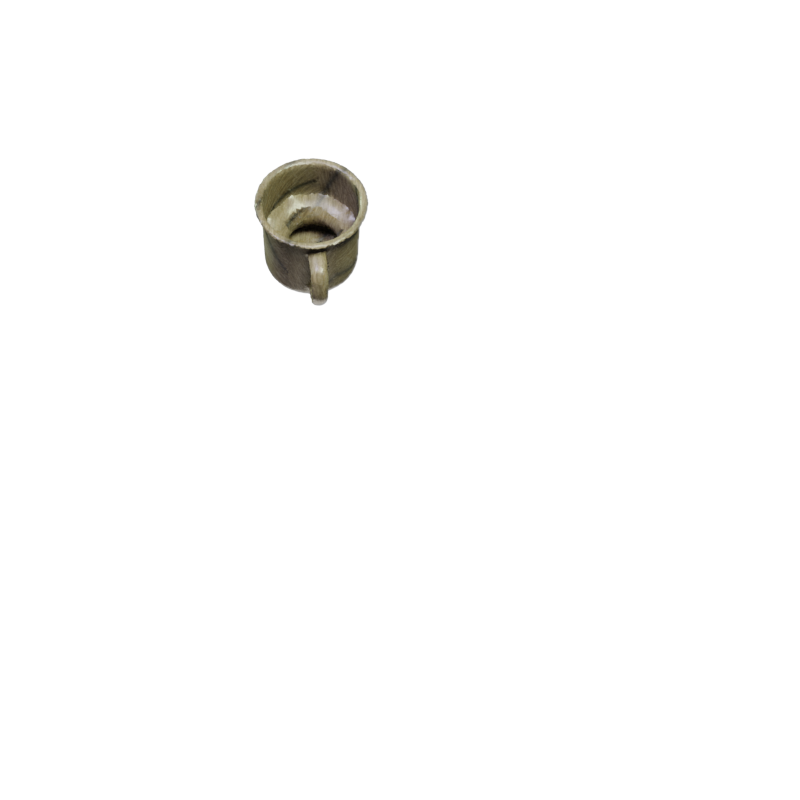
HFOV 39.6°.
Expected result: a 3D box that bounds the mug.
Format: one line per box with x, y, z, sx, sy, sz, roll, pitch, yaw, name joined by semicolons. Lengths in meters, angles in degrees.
-0.073;-0.133;0.933;0.093;0.126;0.076;-8;-32;-7;mug
